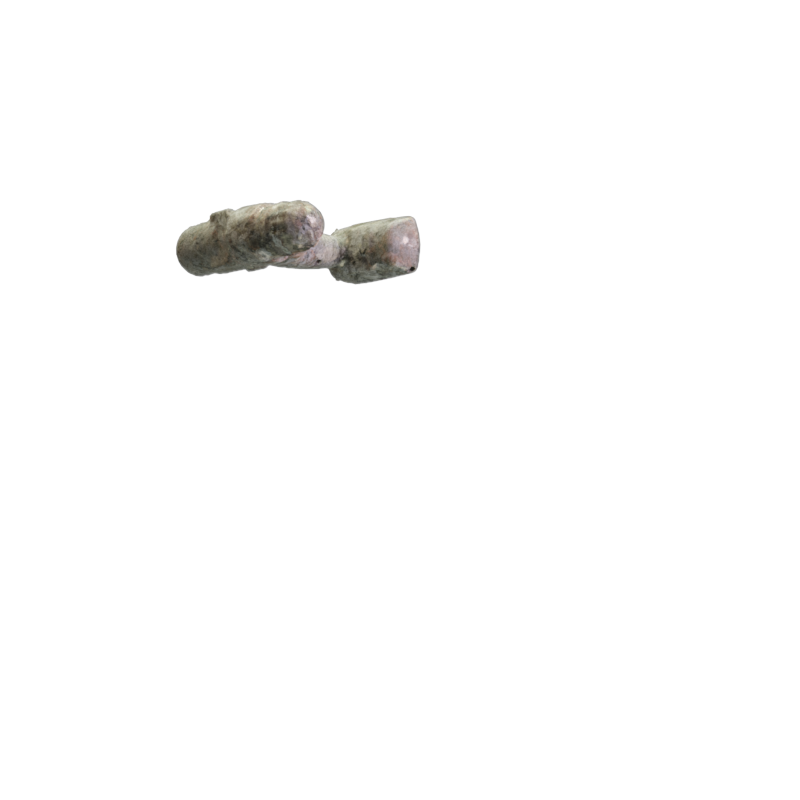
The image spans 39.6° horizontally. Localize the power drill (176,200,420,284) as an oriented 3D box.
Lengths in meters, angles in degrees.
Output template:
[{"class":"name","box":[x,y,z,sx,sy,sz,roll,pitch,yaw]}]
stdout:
[{"class":"power drill","box":[-0.075,-0.137,0.959,0.180,0.058,0.190,0,0,-39]}]
